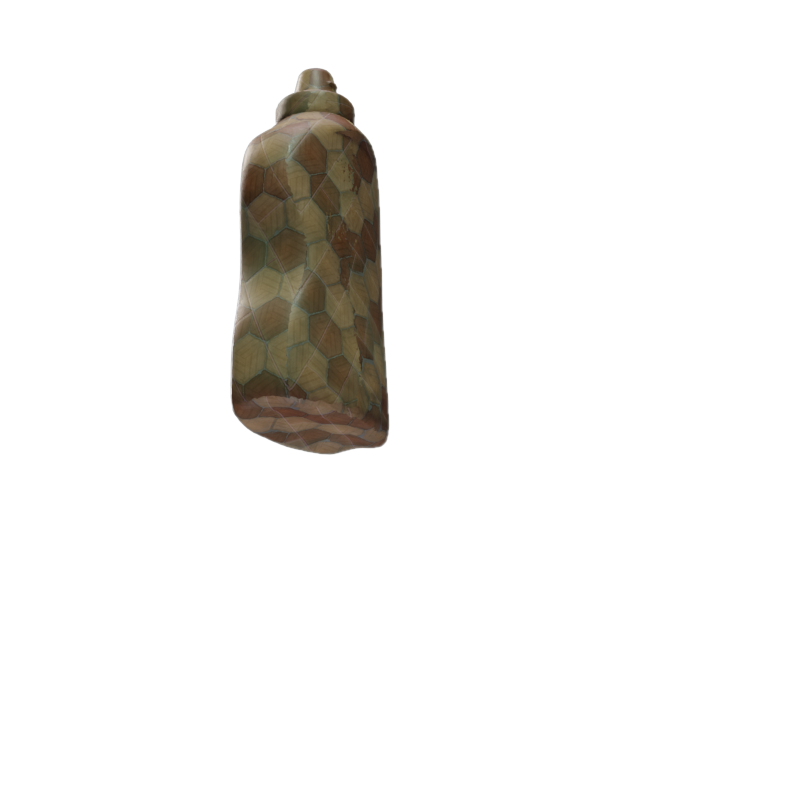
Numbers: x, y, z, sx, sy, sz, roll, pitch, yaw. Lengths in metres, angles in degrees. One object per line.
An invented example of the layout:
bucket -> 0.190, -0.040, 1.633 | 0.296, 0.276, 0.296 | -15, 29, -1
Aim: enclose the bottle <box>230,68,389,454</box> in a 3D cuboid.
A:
bottle -> -0.042, -0.077, 0.541 | 0.059, 0.202, 0.089 | -14, -26, 26
